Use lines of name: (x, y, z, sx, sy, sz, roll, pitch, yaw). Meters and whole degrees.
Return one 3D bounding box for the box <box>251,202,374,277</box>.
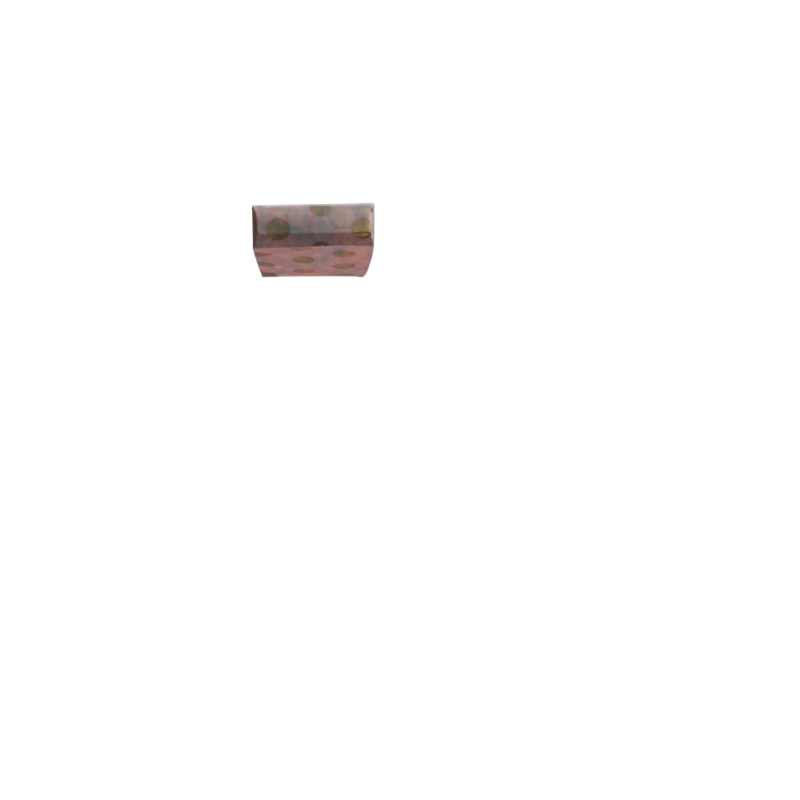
box: (-0.067, -0.122, 0.853, 0.090, 0.040, 0.111, 0, -7, -2)
